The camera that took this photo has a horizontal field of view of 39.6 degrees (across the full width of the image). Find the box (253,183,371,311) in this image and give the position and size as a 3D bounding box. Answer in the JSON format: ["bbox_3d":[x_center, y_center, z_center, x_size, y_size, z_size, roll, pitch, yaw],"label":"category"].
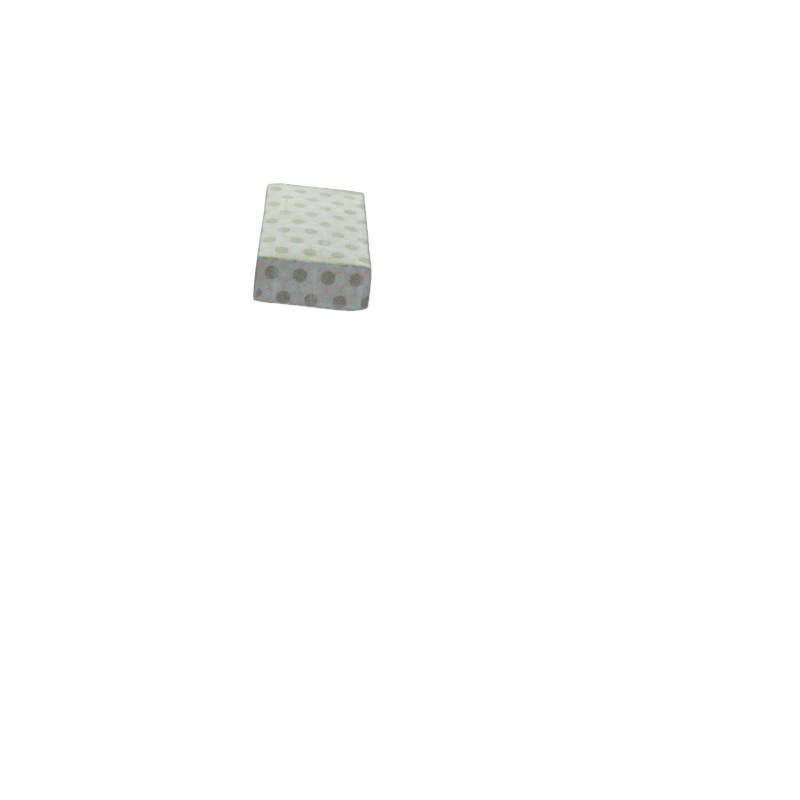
[{"bbox_3d":[-0.075,-0.136,0.950,0.093,0.045,0.187,4,30,-6],"label":"box"}]
